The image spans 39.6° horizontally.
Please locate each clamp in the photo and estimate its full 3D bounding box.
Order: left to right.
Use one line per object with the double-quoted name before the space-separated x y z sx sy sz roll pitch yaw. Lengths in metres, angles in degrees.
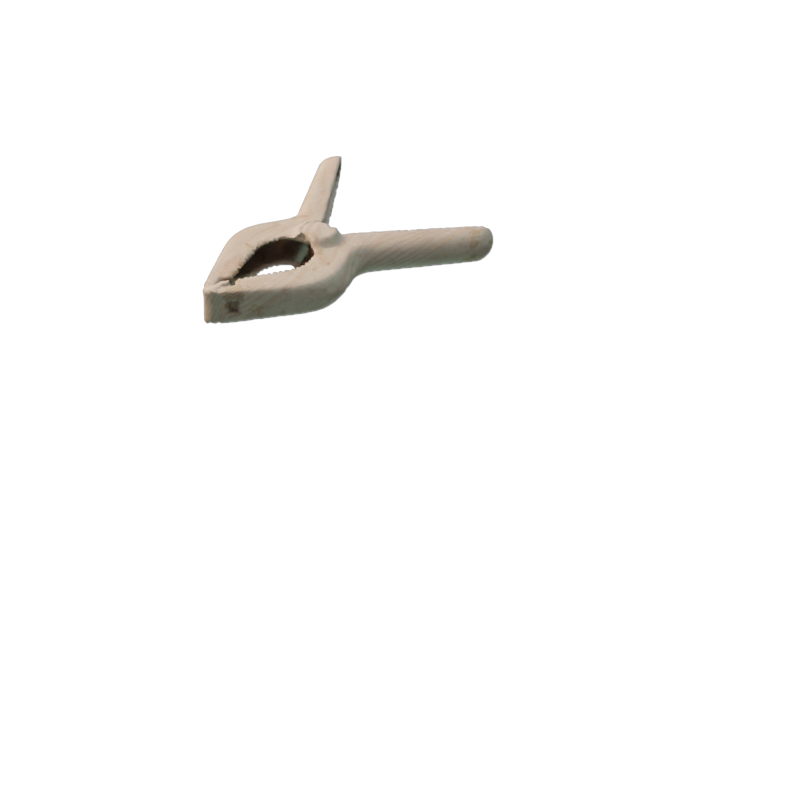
"clamp" -0.062 -0.113 0.792 0.209 0.034 0.177 -27 45 -31
